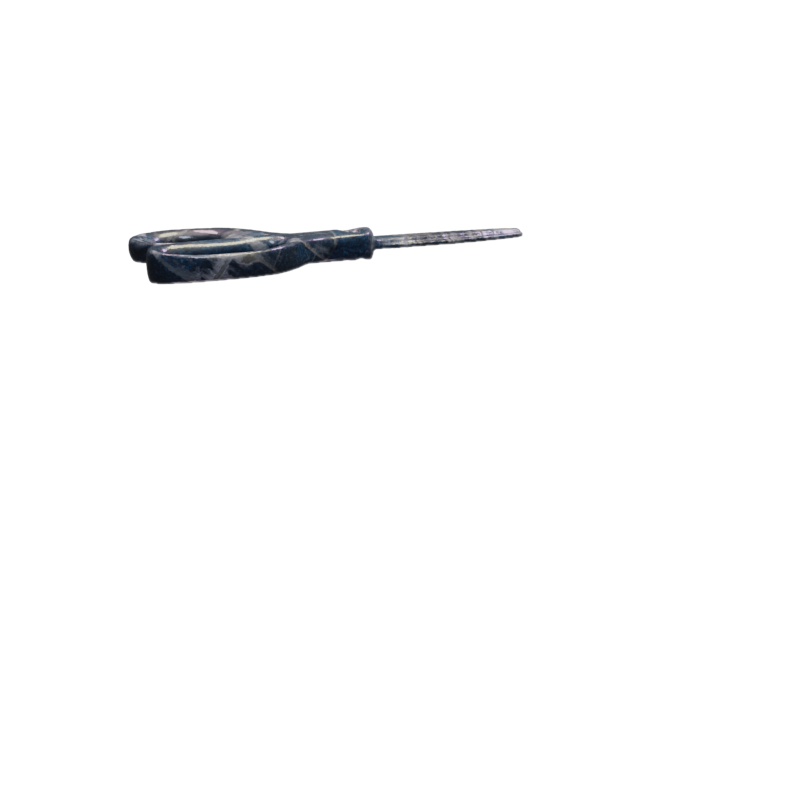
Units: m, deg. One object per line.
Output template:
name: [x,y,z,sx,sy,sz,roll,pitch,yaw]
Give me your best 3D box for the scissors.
scissors: [-0.042,-0.076,0.533,0.197,0.015,0.101,-14,21,-42]
